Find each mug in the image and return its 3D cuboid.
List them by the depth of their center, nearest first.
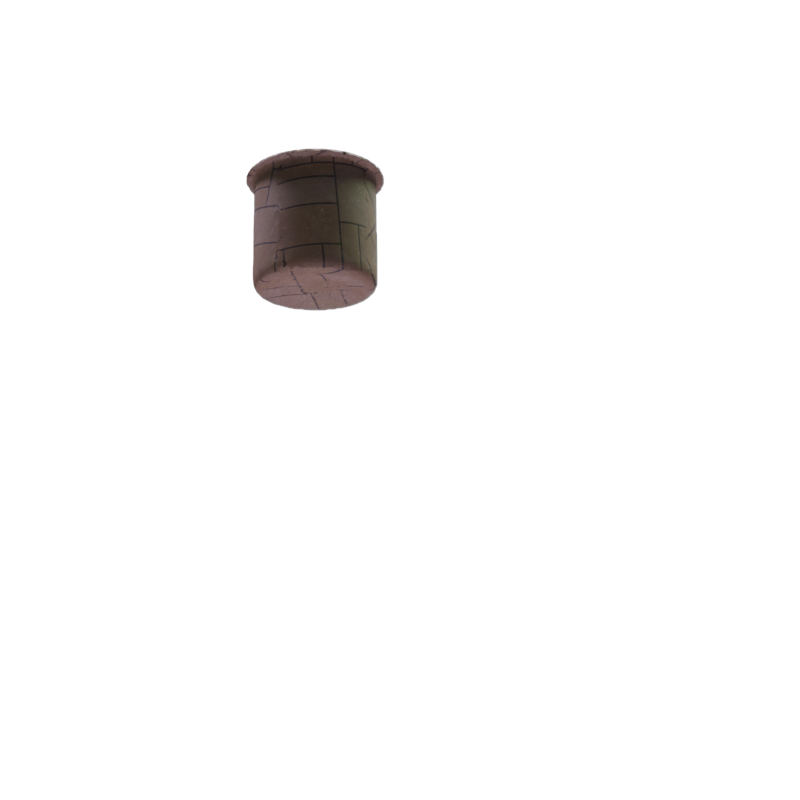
[{"bbox_3d":[-0.058,-0.106,0.746,0.092,0.085,0.113,2,-18,-9],"label":"mug"}]
